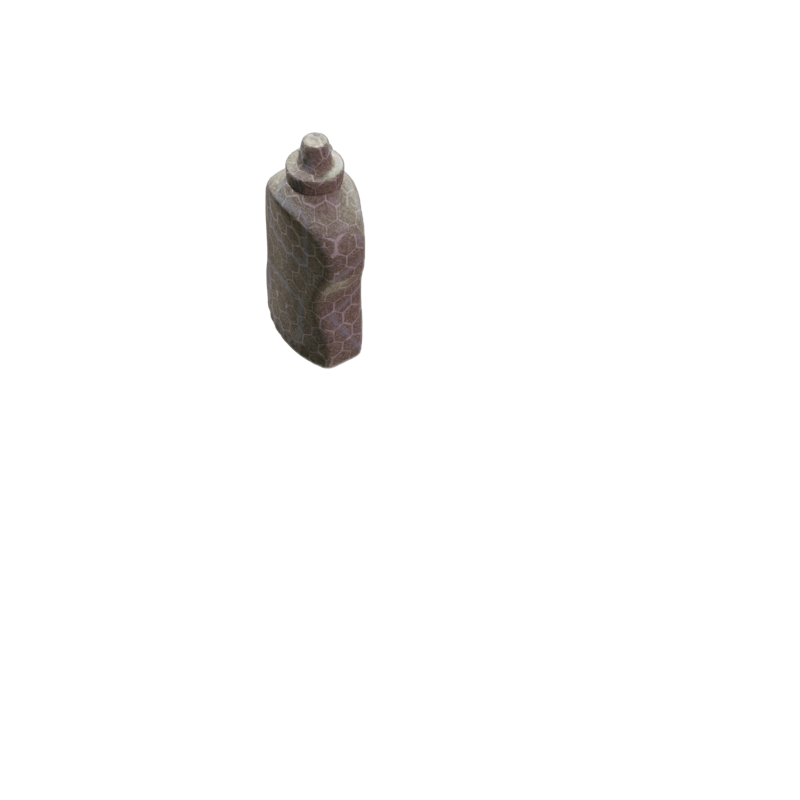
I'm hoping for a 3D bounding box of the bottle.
[{"bbox_3d":[-0.063,-0.116,0.813,0.058,0.179,0.104,-23,54,-22],"label":"bottle"}]
